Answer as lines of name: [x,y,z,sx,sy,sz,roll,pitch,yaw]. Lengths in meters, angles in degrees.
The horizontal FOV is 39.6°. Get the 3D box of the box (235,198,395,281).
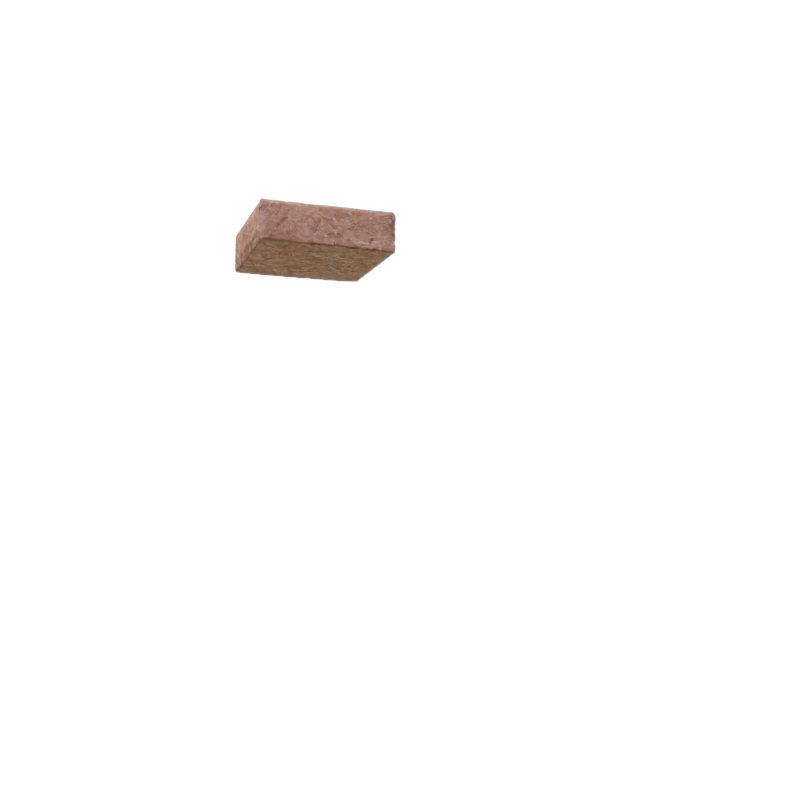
box: [-0.056,-0.102,0.712,0.087,0.031,0.072,3,-12,-17]
